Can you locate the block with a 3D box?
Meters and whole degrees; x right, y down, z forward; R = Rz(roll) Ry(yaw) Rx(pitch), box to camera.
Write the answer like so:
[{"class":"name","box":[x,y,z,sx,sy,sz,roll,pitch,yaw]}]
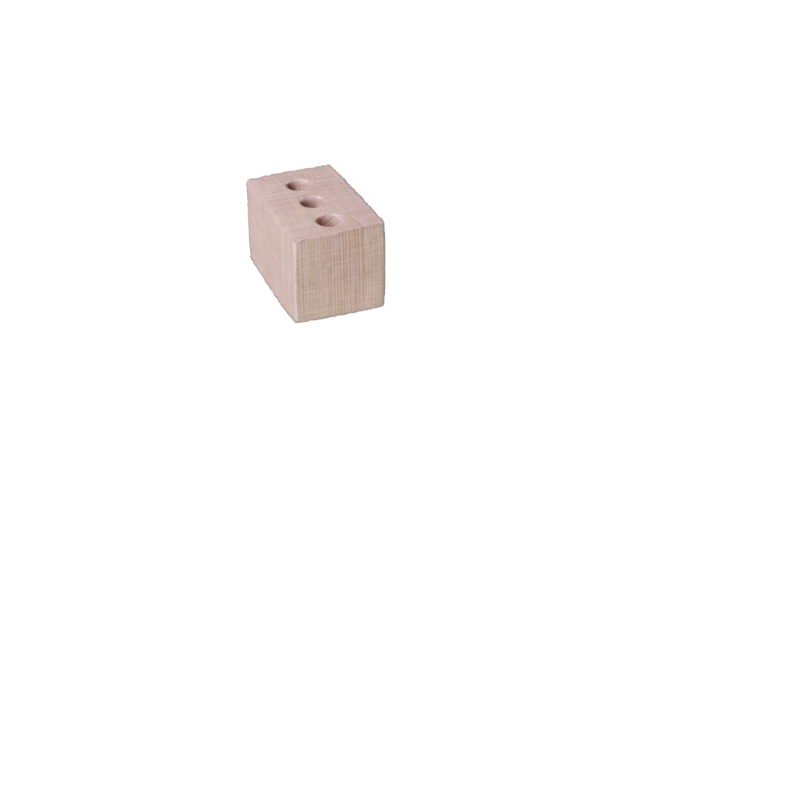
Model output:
[{"class":"block","box":[-0.047,-0.086,0.603,0.052,0.048,0.084,-13,37,-21]}]
